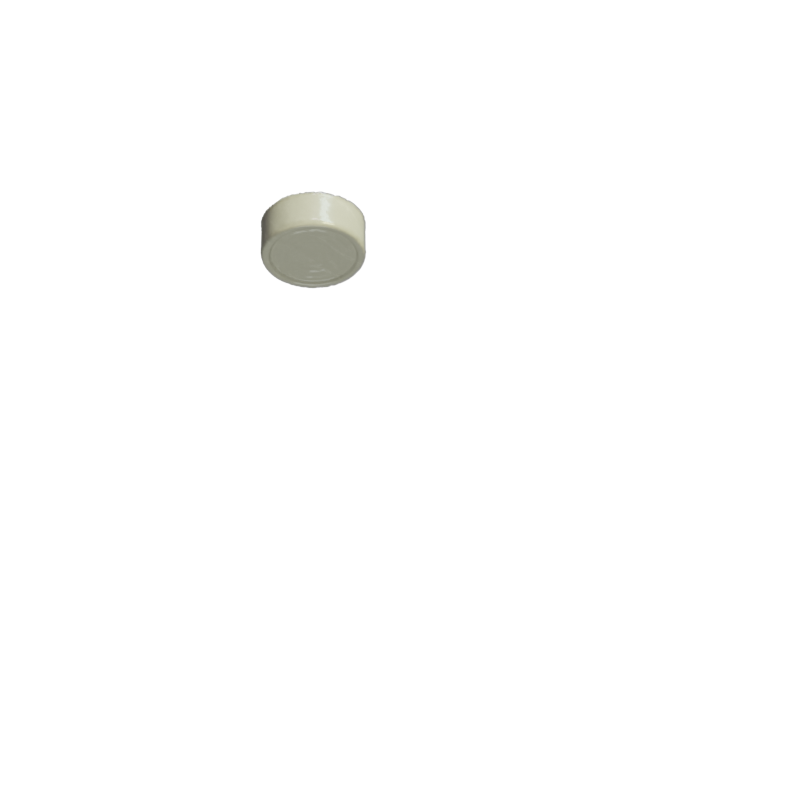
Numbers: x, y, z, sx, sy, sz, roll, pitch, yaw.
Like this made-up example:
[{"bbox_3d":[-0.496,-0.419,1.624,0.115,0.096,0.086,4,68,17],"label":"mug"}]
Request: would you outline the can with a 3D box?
[{"bbox_3d":[-0.070,-0.128,0.894,0.086,0.036,0.080,1,-34,-2],"label":"can"}]
